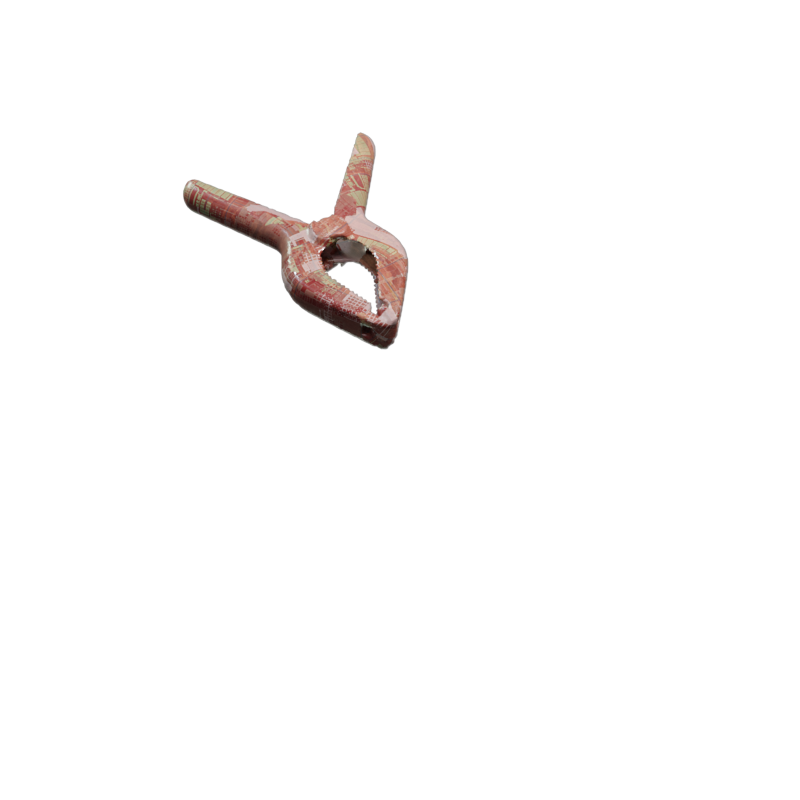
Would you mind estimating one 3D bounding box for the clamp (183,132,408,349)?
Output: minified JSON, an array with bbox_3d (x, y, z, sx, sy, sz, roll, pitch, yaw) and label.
[{"bbox_3d":[-0.065,-0.119,0.836,0.163,0.227,0.034,-15,-40,-13],"label":"clamp"}]
